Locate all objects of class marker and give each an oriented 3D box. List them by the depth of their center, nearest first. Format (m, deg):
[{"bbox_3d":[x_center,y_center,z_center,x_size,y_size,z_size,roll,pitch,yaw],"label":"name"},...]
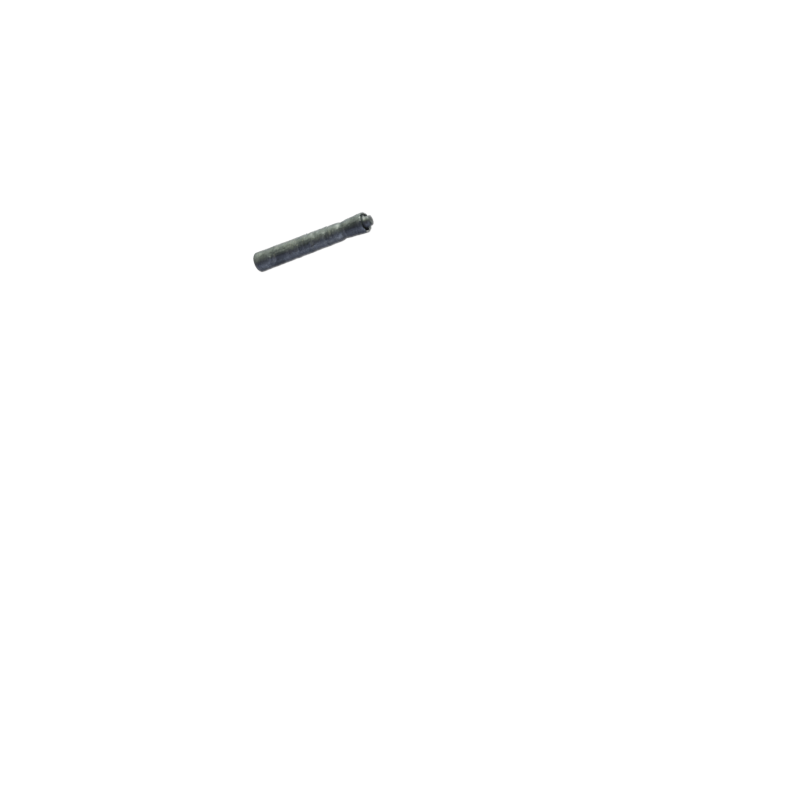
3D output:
[{"bbox_3d":[-0.077,-0.140,0.979,0.122,0.020,0.019,-16,-4,29],"label":"marker"}]
